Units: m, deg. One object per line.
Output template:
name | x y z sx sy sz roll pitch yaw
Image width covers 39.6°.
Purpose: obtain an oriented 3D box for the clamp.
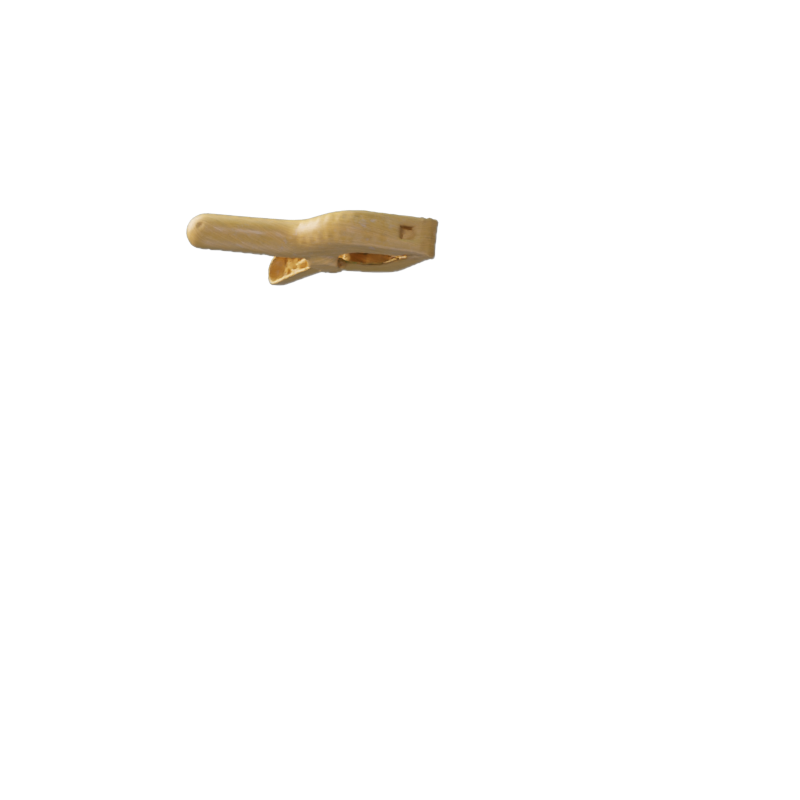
clamp | -0.060 -0.110 0.770 0.176 0.040 0.114 -4 -8 37
